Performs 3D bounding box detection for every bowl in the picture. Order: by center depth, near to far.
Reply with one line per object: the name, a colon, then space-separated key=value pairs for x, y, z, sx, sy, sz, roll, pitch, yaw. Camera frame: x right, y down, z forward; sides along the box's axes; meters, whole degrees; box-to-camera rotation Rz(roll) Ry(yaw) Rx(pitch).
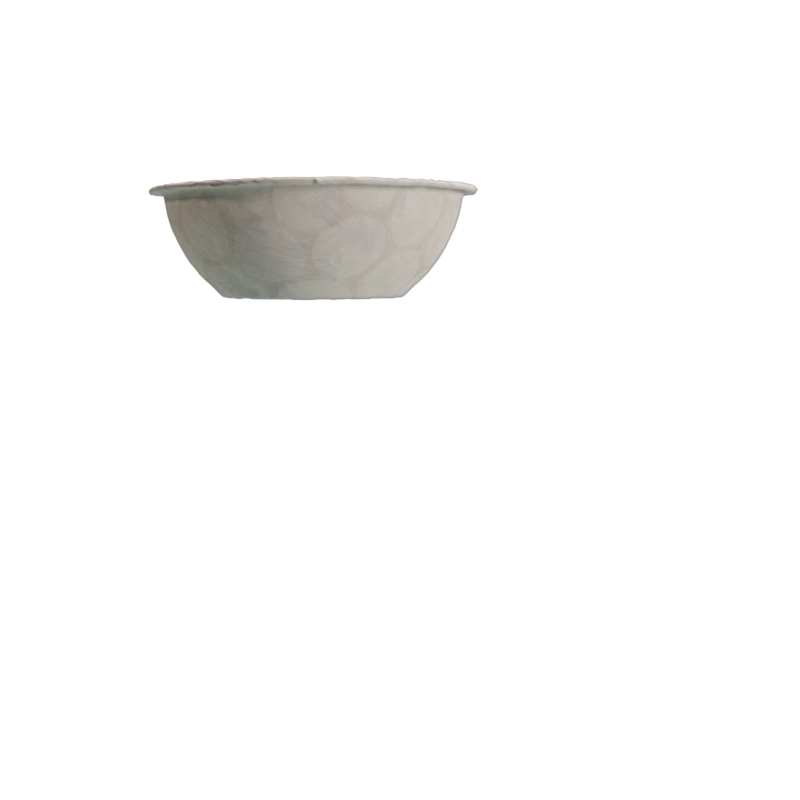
bowl: x=-0.043 y=-0.078 z=0.549 sx=0.162 sy=0.055 sz=0.163 roll=0 pitch=6 yaw=-2
